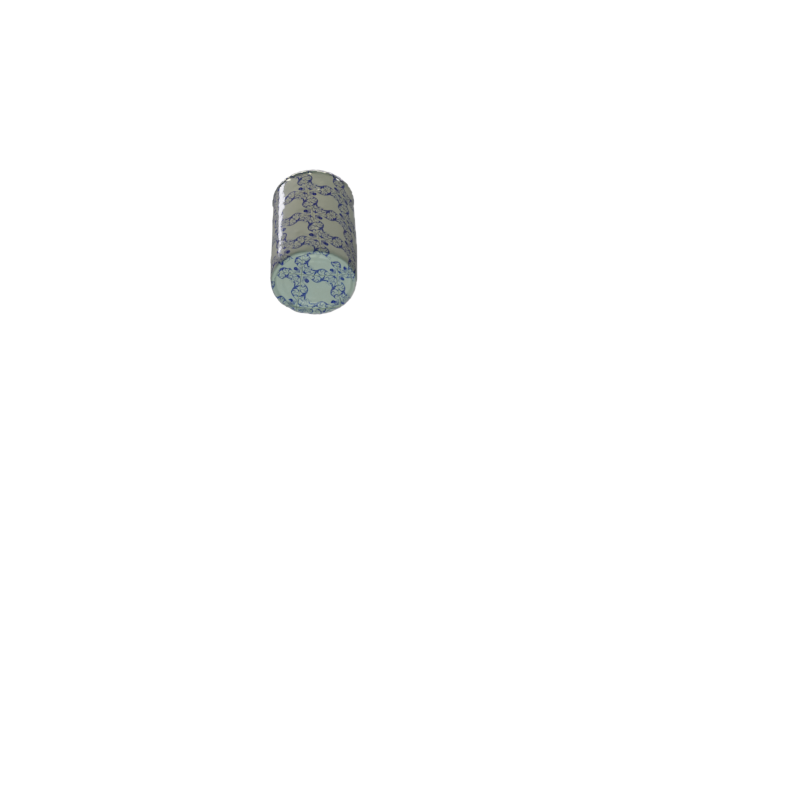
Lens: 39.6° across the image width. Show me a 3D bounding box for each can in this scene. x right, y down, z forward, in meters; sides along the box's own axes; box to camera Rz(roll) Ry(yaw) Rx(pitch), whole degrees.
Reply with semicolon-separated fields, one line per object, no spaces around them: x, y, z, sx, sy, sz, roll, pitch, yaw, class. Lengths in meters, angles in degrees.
-0.069;-0.126;0.881;0.068;0.064;0.110;-1;44;-3;can
